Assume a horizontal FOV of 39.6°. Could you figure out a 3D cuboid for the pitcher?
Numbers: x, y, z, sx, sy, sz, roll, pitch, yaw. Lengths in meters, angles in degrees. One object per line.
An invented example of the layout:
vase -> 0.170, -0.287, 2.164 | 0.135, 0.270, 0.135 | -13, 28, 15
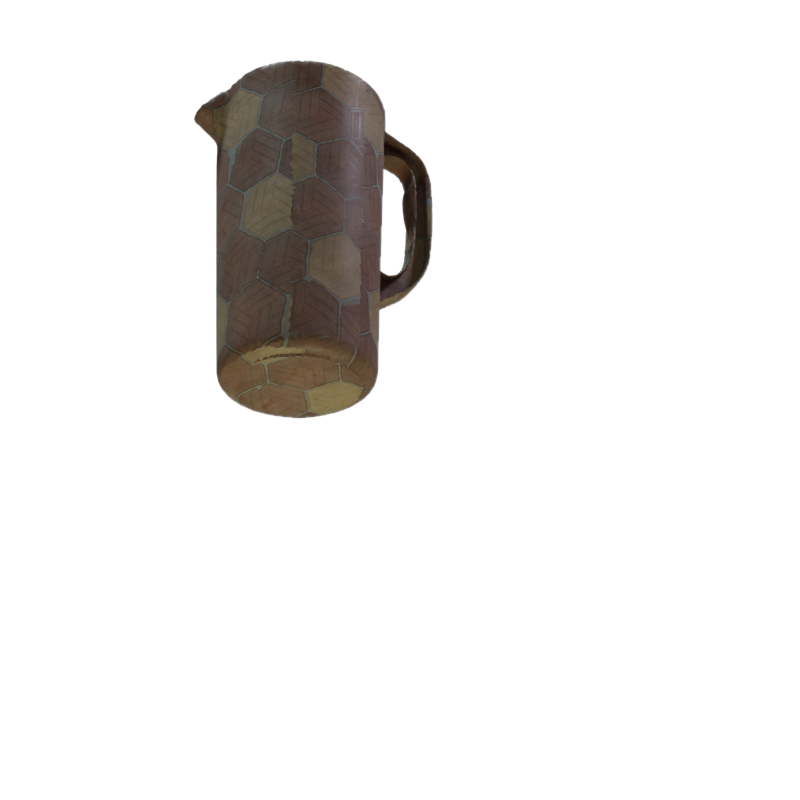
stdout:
pitcher -> -0.063, -0.115, 0.803 | 0.151, 0.259, 0.134 | -13, -34, 17
